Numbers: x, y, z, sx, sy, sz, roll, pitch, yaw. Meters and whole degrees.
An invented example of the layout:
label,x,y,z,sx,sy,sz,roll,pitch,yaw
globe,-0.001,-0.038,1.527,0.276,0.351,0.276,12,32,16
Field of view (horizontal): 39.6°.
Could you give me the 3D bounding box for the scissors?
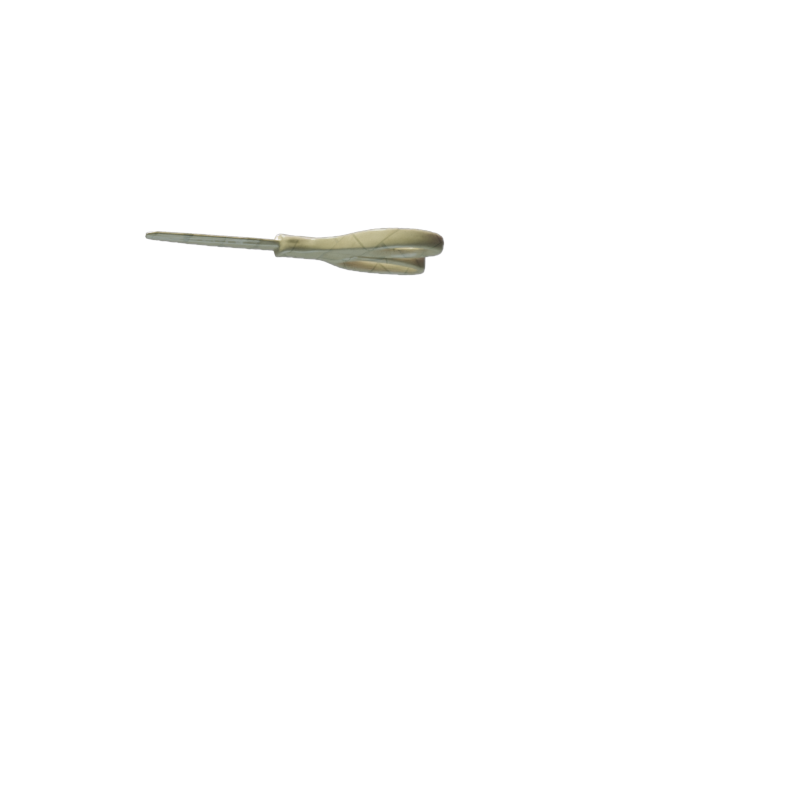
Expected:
label,x,y,z,sx,sy,sz,roll,pitch,yaw
scissors,-0.058,-0.105,0.737,0.193,0.016,0.098,5,-8,-33
